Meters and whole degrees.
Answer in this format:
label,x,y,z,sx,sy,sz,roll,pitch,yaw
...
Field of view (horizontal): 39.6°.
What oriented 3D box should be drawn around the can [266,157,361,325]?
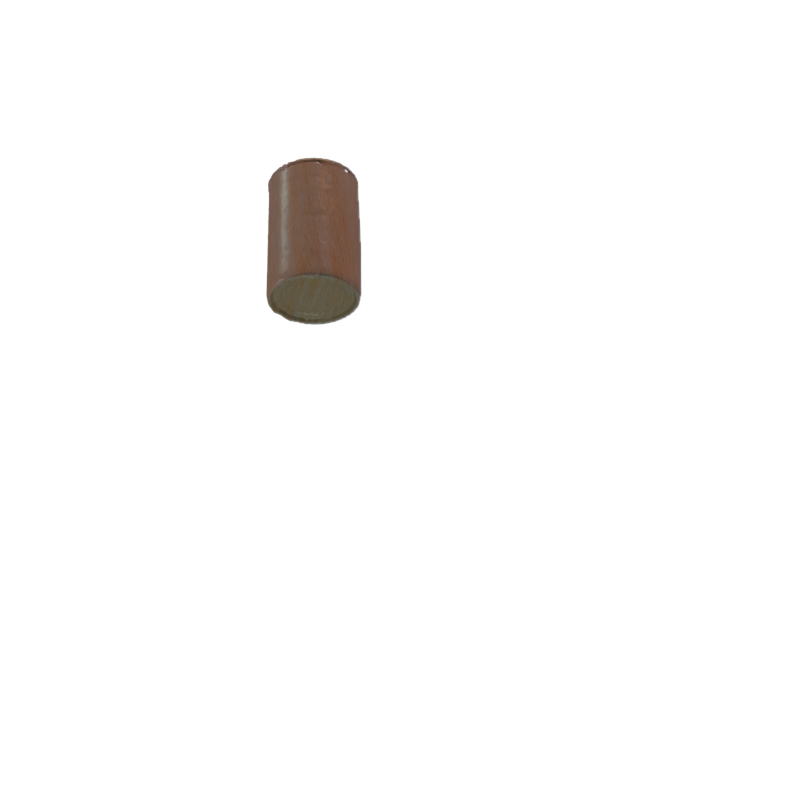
label,x,y,z,sx,sy,sz,roll,pitch,yaw
can,-0.063,-0.114,0.801,0.068,0.109,0.064,-1,-32,-2
